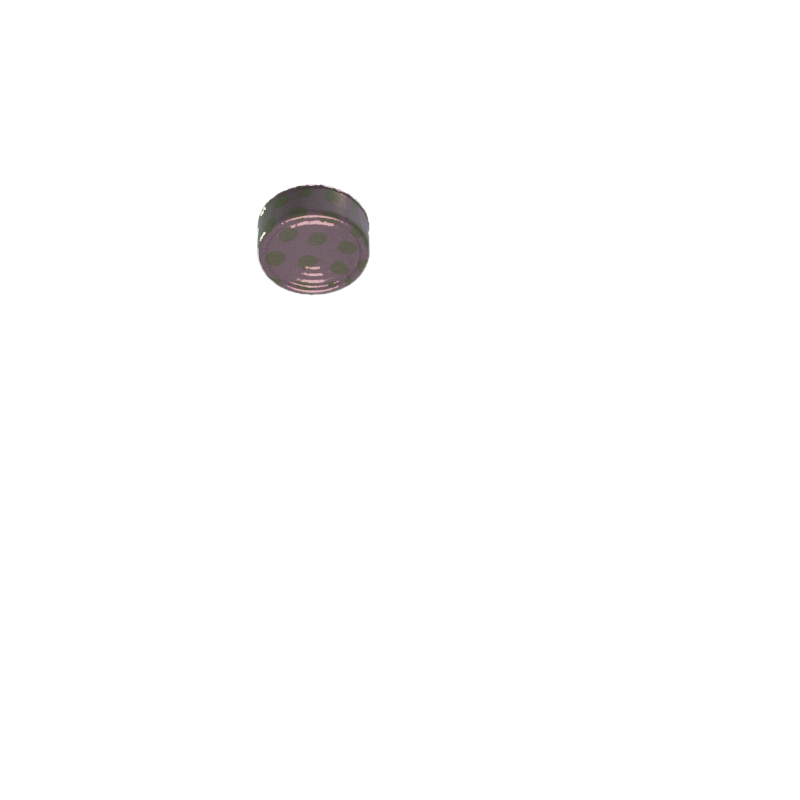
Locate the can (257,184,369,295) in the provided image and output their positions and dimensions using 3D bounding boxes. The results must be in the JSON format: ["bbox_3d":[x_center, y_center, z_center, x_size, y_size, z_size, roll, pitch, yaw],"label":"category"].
[{"bbox_3d":[-0.066,-0.120,0.838,0.086,0.036,0.080,1,-44,-1],"label":"can"}]
